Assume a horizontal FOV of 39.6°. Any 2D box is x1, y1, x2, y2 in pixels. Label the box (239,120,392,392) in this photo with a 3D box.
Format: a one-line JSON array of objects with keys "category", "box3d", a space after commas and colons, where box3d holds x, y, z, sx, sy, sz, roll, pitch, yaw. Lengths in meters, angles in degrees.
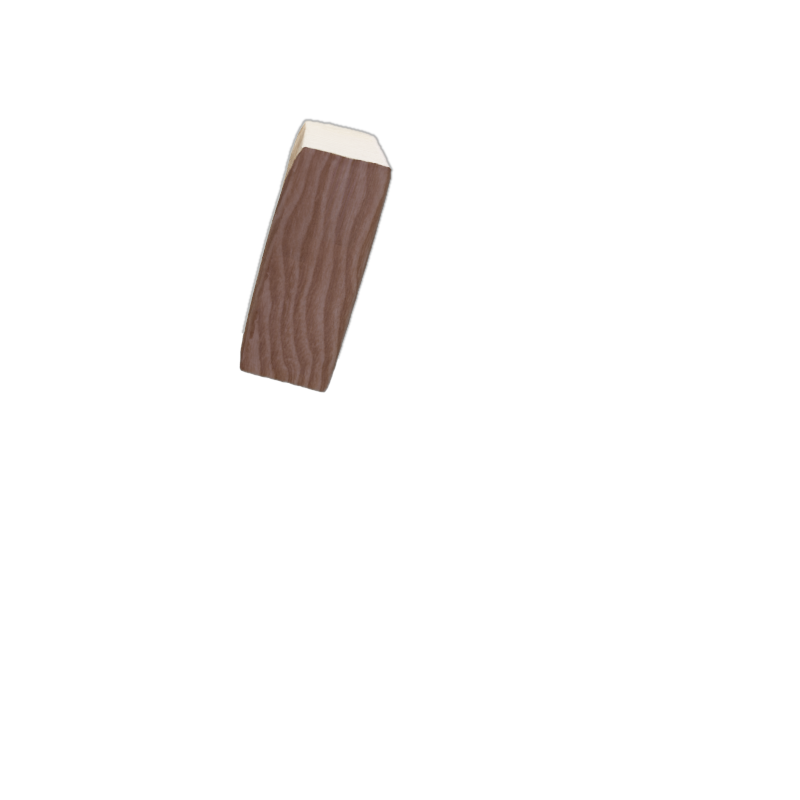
[{"category": "box", "box3d": [-0.066, -0.121, 0.844, 0.071, 0.160, 0.222, 15, 15, -9]}]
